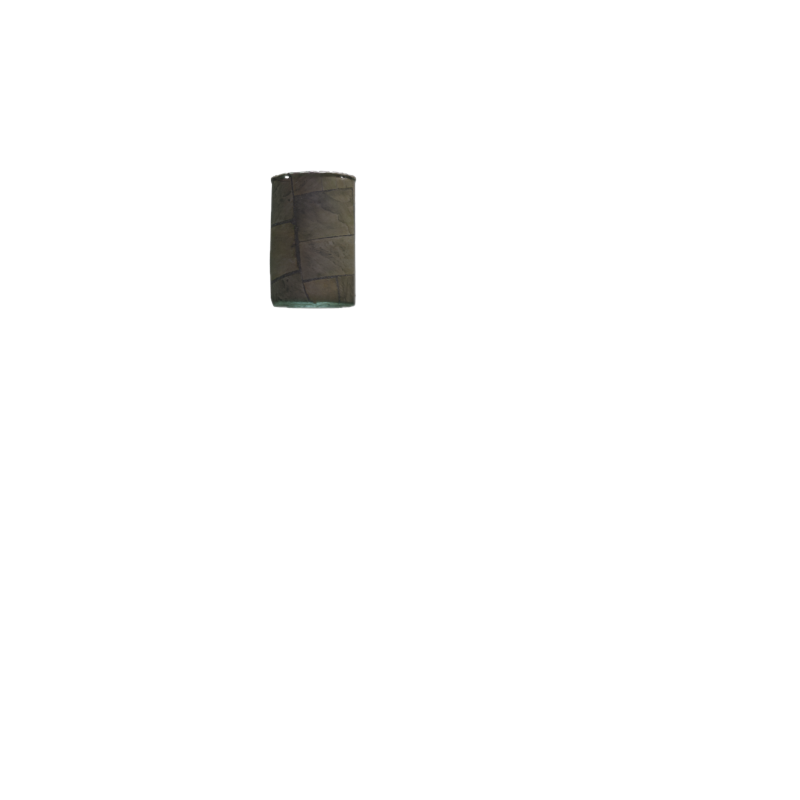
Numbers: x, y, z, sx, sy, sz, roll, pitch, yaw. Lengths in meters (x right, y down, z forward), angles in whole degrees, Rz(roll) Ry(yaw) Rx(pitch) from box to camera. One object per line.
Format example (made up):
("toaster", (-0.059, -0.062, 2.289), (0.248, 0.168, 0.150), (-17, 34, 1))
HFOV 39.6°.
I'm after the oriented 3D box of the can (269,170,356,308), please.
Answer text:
("can", (-0.068, -0.125, 0.874), (0.068, 0.104, 0.068), (0, -4, -2))
